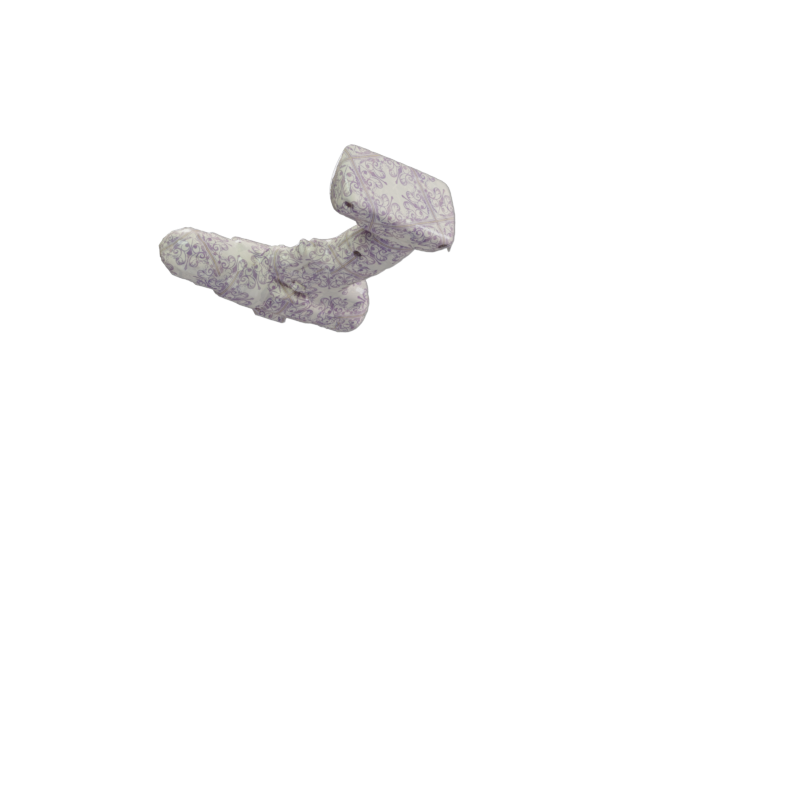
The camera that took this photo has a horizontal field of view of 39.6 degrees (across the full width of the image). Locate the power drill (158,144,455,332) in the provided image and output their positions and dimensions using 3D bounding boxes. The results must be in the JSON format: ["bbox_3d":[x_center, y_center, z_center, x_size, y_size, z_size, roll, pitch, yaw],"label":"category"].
[{"bbox_3d":[-0.065,-0.119,0.835,0.175,0.061,0.187,16,-28,-33],"label":"power drill"}]
